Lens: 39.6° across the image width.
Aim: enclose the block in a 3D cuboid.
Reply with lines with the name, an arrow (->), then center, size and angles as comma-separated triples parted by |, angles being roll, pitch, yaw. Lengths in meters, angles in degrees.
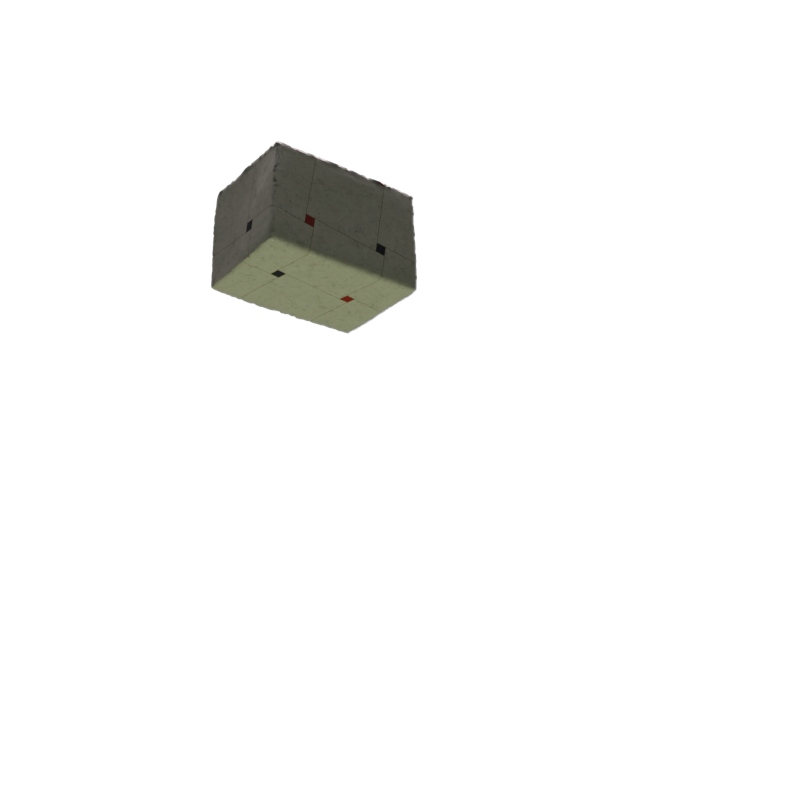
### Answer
block -> -0.039, -0.071, 0.496 | 0.074, 0.054, 0.052 | 18, -33, -32
